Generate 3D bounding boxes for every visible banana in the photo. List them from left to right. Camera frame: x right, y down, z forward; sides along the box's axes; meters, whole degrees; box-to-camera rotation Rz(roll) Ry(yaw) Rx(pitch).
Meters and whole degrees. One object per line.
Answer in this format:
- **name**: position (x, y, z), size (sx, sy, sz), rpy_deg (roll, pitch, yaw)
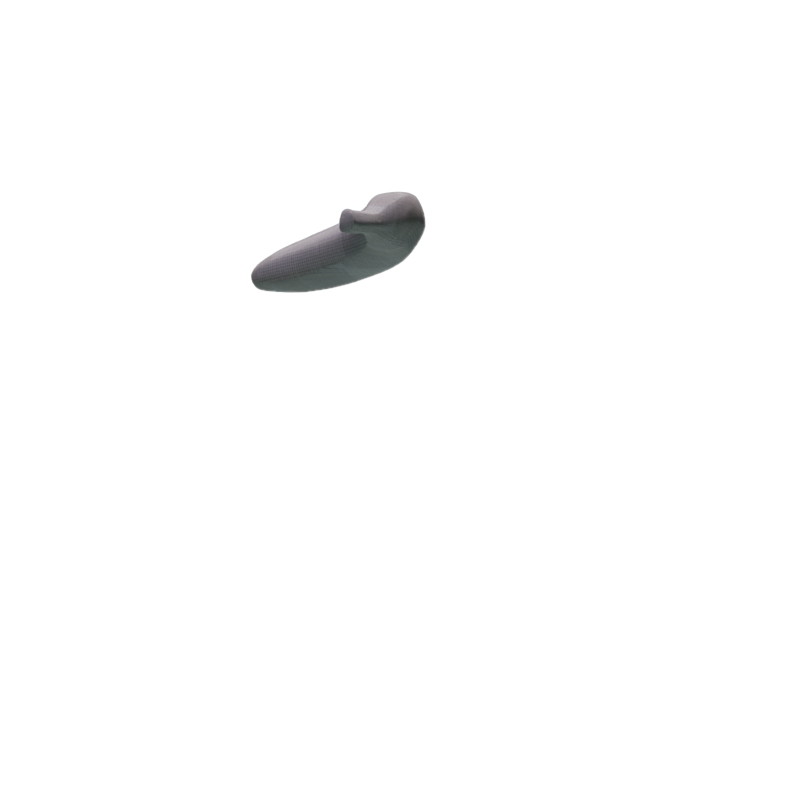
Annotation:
- **banana**: position (-0.032, -0.093, 0.655), size (0.068, 0.038, 0.198), rpy_deg (2, -6, -21)
